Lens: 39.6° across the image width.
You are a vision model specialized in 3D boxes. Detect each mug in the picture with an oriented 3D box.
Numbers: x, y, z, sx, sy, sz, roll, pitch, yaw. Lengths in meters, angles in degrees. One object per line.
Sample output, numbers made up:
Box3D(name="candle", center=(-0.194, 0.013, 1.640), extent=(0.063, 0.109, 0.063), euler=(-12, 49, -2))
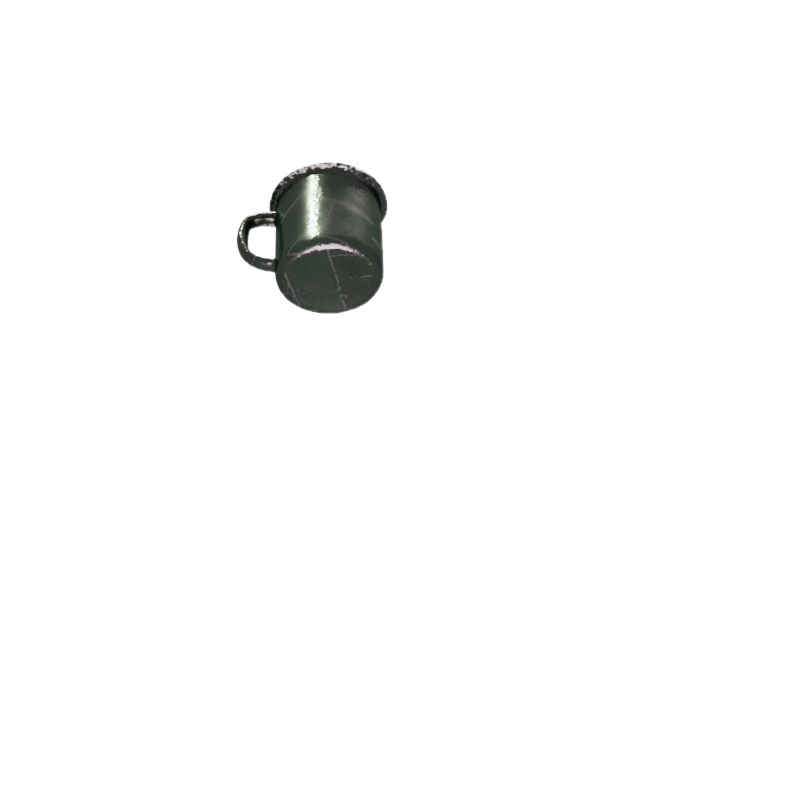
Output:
Box3D(name="mug", center=(-0.066, -0.121, 0.849), extent=(0.116, 0.087, 0.087), euler=(2, -41, -4))
